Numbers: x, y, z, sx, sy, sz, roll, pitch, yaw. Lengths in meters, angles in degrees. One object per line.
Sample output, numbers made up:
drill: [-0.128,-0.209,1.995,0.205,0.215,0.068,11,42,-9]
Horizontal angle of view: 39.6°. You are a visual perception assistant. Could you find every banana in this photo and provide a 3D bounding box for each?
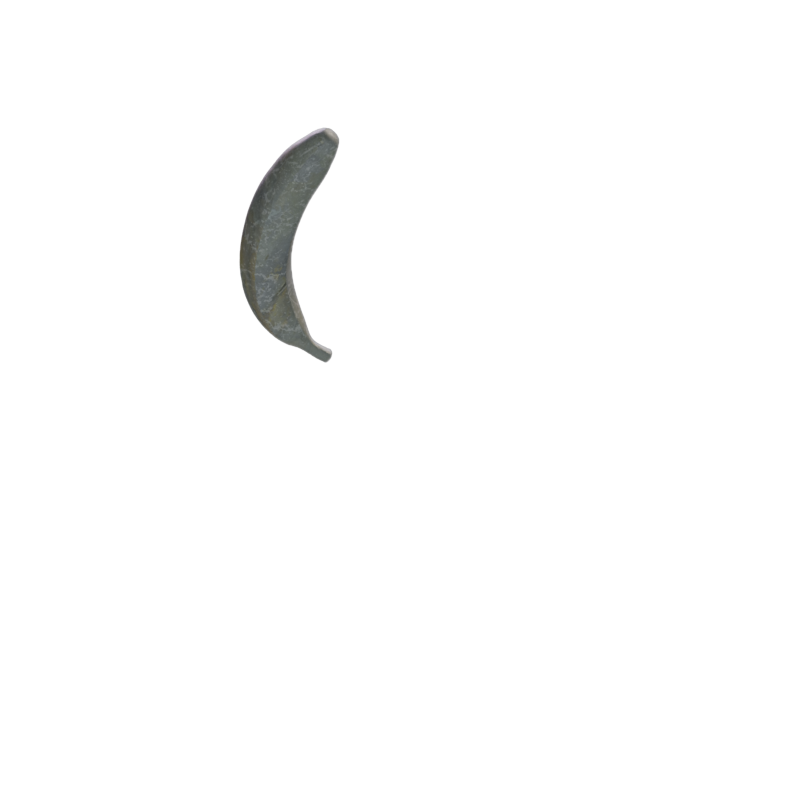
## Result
banana: [-0.081,-0.110,0.795,0.069,0.185,0.039,2,39,-3]
